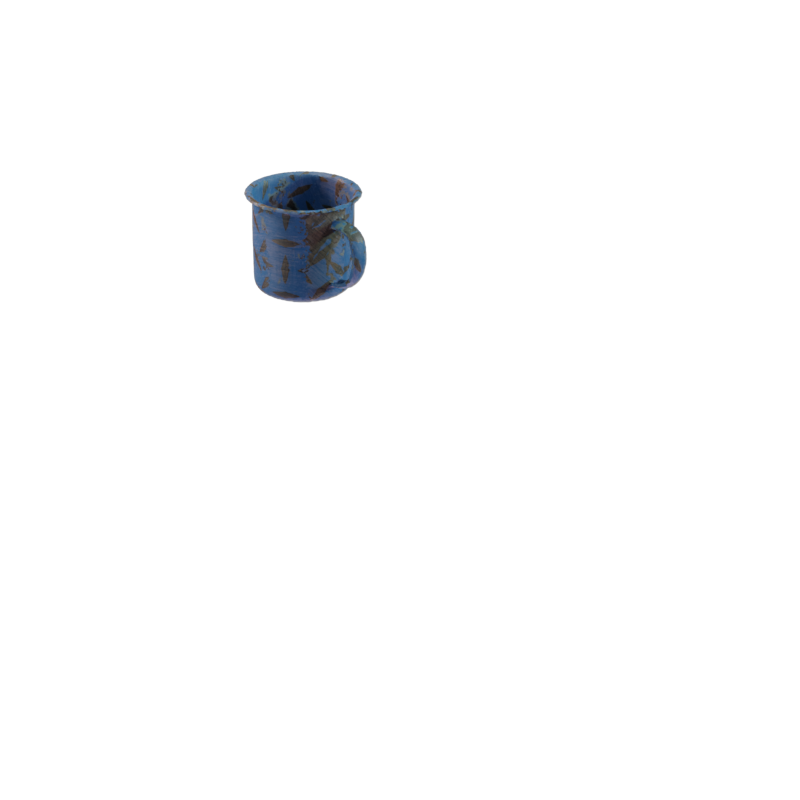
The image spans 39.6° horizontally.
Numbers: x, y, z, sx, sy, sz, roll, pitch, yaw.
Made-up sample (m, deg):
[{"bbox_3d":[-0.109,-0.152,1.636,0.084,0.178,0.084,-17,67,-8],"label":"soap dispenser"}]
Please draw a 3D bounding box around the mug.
[{"bbox_3d":[-0.069,-0.126,0.886,0.092,0.077,0.125,-24,37,-38],"label":"mug"}]
